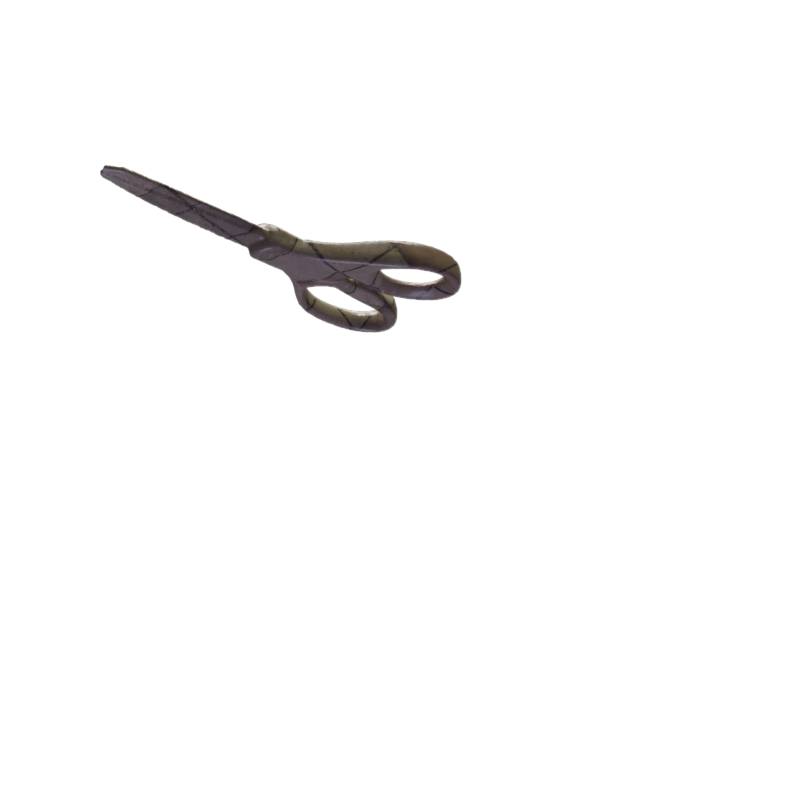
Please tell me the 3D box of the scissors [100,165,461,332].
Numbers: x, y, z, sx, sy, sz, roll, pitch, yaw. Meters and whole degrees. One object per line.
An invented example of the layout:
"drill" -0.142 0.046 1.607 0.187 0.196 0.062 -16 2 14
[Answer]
"scissors" -0.041 -0.075 0.525 0.098 0.017 0.188 -10 -23 25
